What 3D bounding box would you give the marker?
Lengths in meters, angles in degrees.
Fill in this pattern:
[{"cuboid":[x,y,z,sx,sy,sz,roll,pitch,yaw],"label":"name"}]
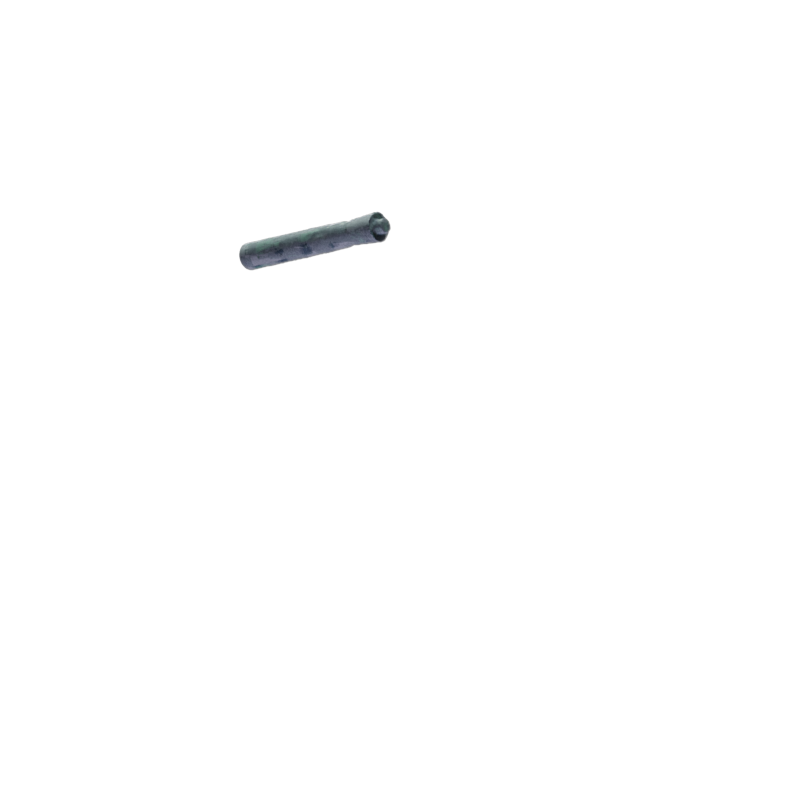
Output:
[{"cuboid":[-0.055,-0.100,0.704,0.124,0.020,0.019,-5,-1,41],"label":"marker"}]
